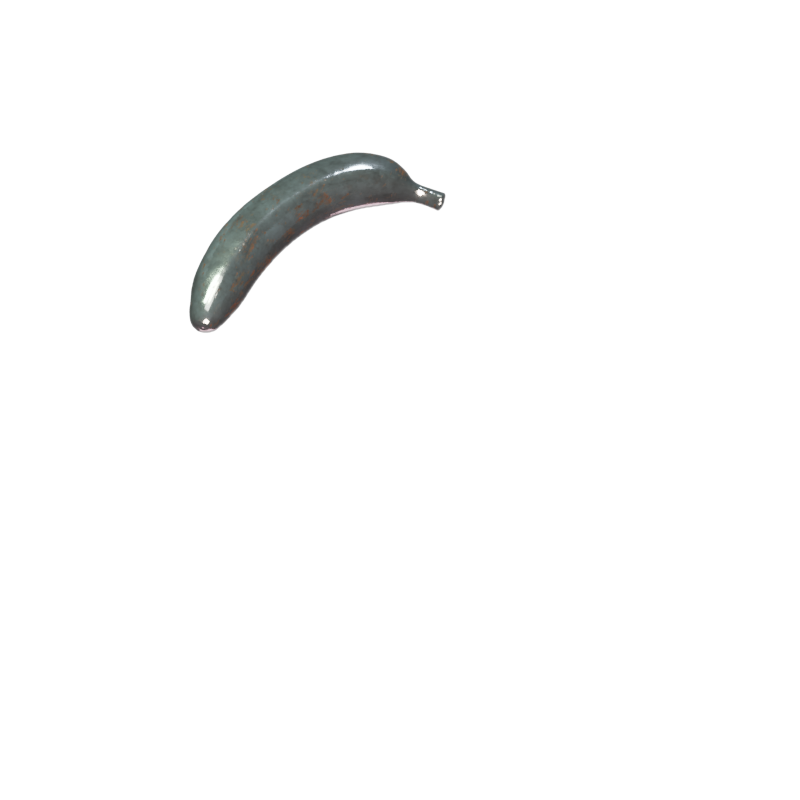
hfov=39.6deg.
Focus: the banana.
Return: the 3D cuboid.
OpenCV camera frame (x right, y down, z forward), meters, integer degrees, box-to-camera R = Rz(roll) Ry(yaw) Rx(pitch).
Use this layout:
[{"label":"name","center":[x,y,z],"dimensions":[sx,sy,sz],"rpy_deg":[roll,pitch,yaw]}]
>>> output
[{"label":"banana","center":[-0.063,-0.112,0.699],"dimensions":[0.198,0.034,0.074],"rpy_deg":[-33,56,-26]}]
